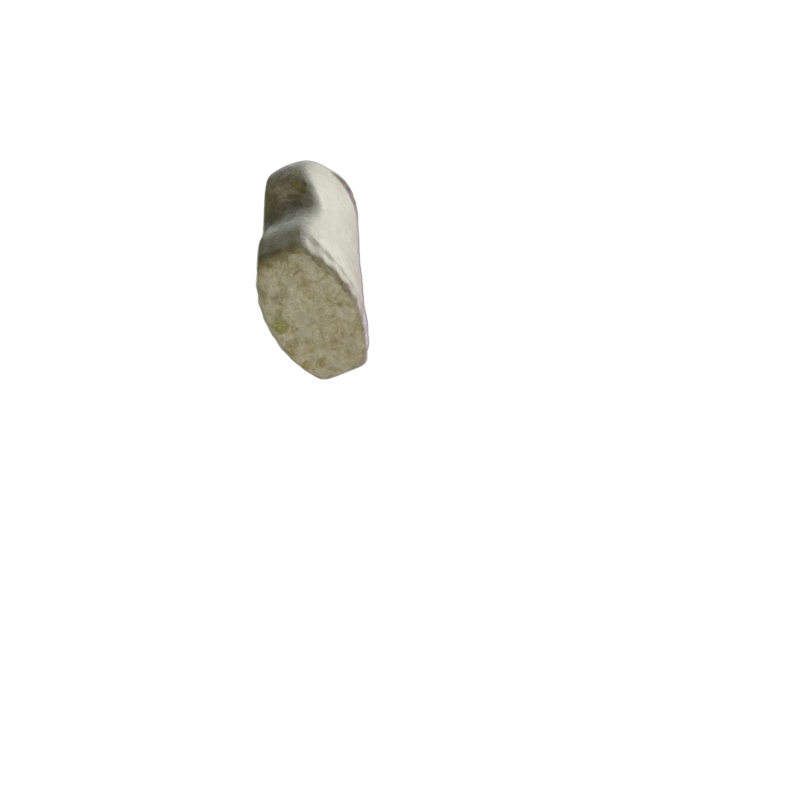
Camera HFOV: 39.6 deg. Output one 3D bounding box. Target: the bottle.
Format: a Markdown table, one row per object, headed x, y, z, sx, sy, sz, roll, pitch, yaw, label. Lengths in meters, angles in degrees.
| x | y | z | sx | sy | sz | roll | pitch | yaw | label |
| --- | --- | --- | --- | --- | --- | --- | --- | --- | --- |
| -0.058 | -0.106 | 0.742 | 0.058 | 0.090 | 0.205 | -24 | 33 | 12 | bottle |
